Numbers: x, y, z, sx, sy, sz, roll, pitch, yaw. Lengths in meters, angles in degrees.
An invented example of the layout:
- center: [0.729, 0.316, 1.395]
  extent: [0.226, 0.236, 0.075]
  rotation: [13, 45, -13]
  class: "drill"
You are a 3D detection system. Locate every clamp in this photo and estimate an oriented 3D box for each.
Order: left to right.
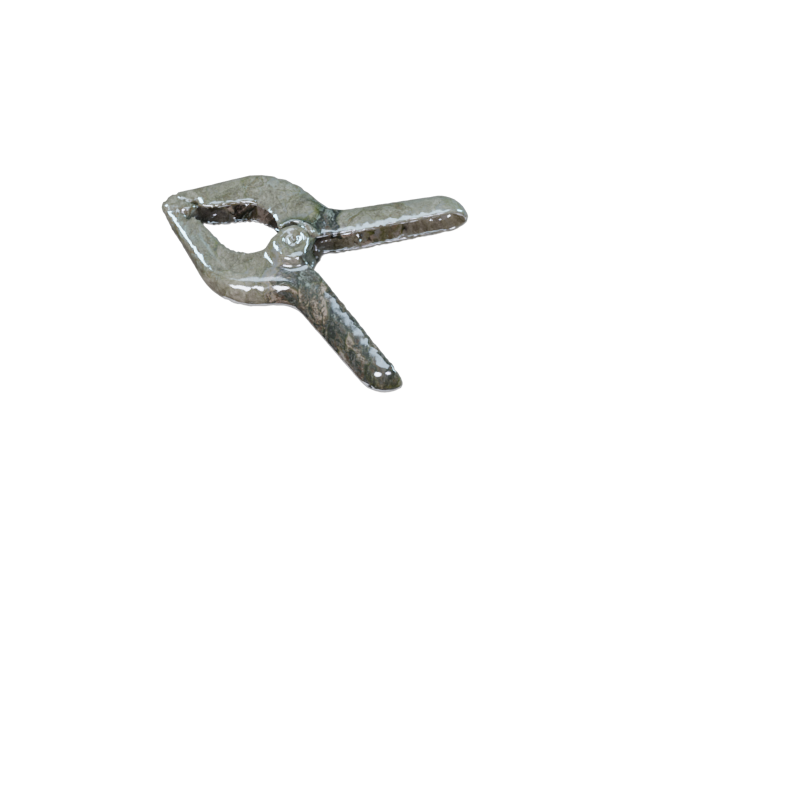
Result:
- center: [-0.049, -0.090, 0.631]
  extent: [0.177, 0.123, 0.037]
  rotation: [28, -26, 14]
  class: "clamp"
